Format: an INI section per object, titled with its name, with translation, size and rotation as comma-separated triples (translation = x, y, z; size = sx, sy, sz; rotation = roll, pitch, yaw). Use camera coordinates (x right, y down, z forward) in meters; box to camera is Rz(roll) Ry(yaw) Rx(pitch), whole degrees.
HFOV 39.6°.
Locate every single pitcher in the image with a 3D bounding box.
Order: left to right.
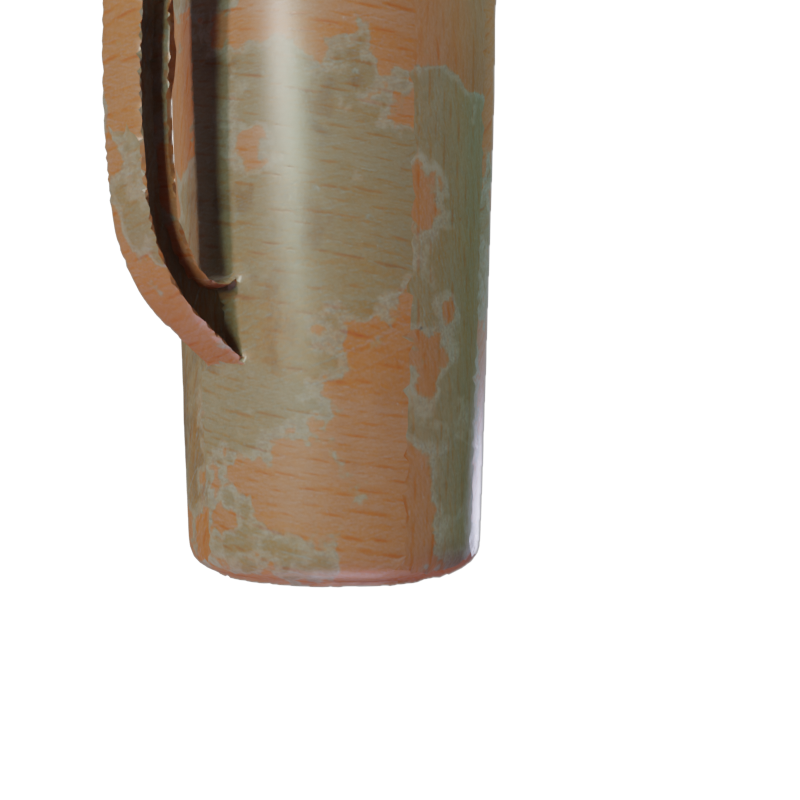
[pitcher]
translation = -0.033, -0.060, 0.421
size = 0.148, 0.248, 0.144
rotation = 0, -7, -6
